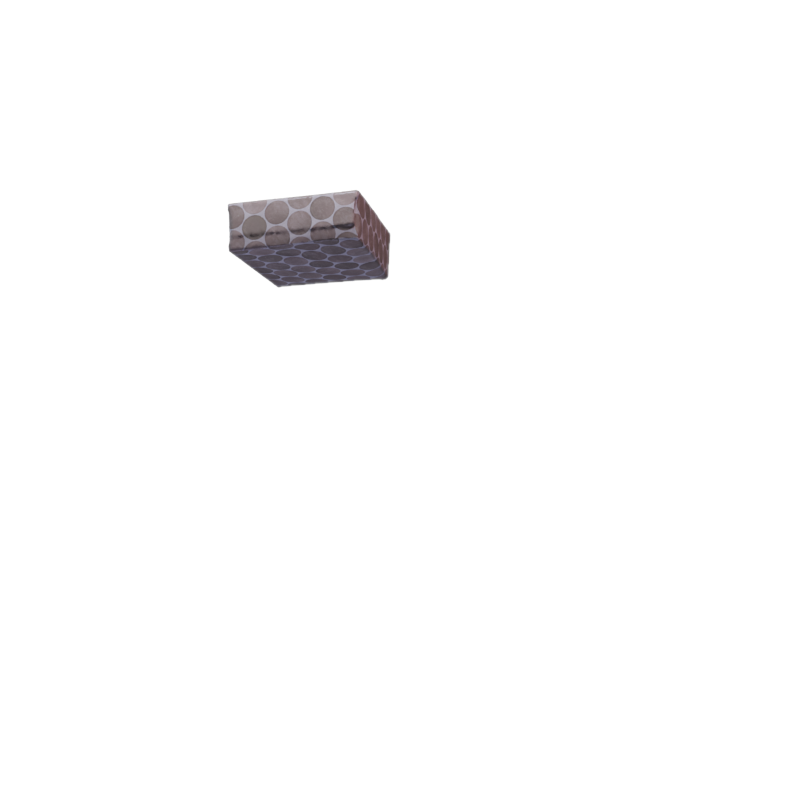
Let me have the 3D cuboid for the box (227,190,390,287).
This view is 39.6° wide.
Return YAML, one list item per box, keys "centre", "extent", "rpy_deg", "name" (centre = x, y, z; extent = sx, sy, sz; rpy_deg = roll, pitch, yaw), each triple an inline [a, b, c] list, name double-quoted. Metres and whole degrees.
- centre: [-0.060, -0.110, 0.771]
  extent: [0.091, 0.040, 0.108]
  rpy_deg: [-3, -11, 12]
  name: "box"
